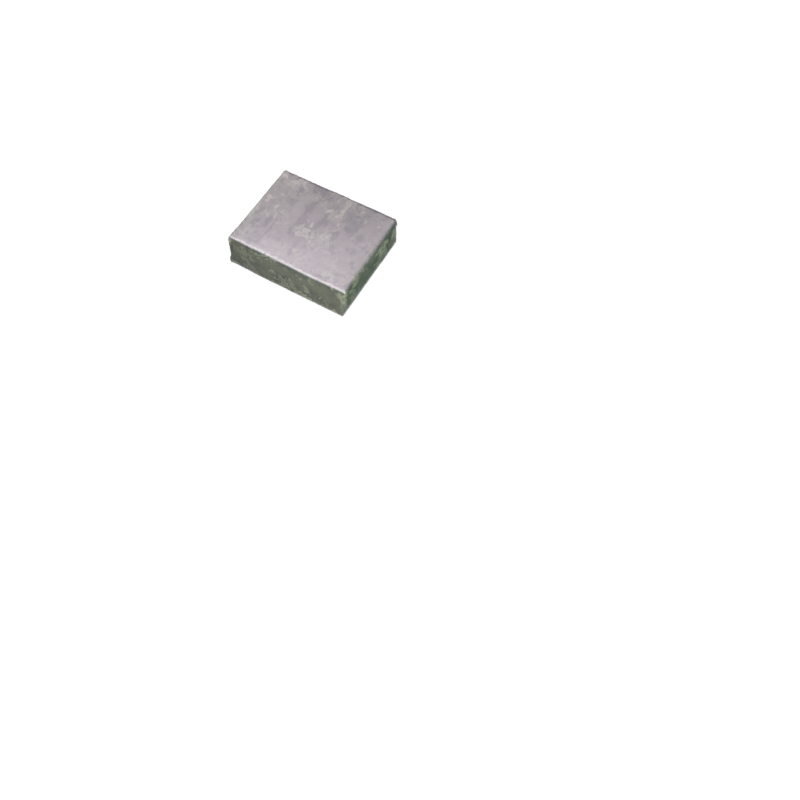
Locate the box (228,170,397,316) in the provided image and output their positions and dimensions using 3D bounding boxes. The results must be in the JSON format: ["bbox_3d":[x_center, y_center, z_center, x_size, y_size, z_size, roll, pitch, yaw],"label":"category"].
[{"bbox_3d":[-0.072,-0.131,0.920,0.118,0.093,0.036,24,-34,17],"label":"box"}]
